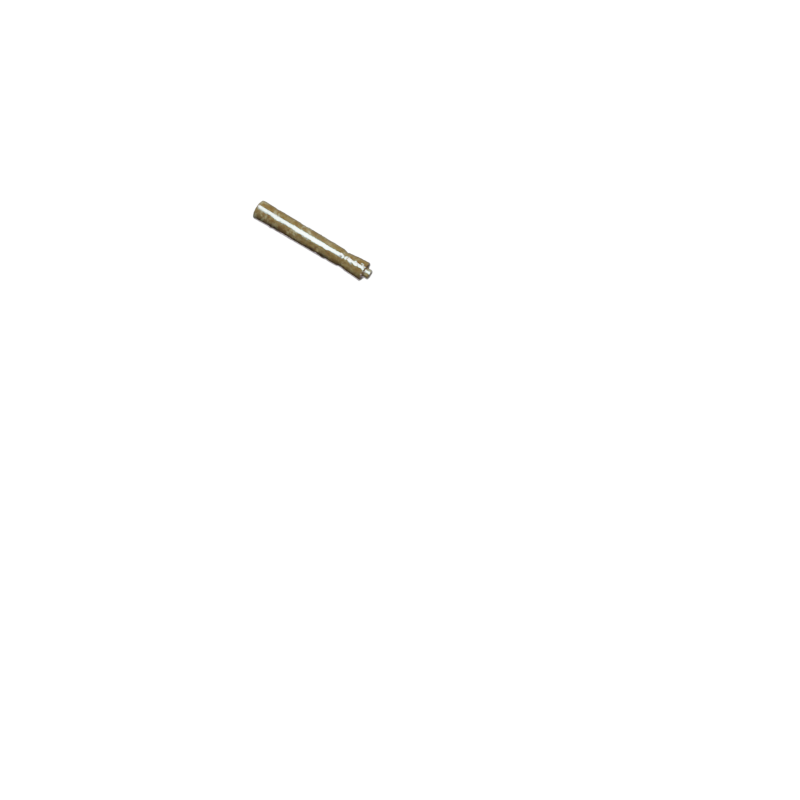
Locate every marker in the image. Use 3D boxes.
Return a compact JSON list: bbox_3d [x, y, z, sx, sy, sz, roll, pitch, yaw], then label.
[{"bbox_3d":[-0.078,-0.142,0.997,0.125,0.019,0.019,32,11,14],"label":"marker"}]
